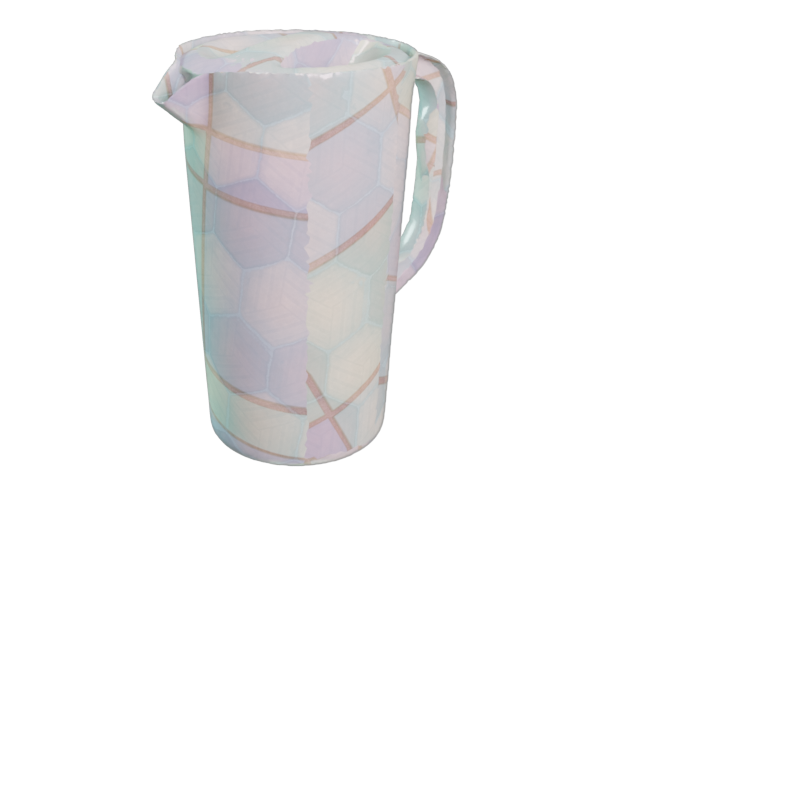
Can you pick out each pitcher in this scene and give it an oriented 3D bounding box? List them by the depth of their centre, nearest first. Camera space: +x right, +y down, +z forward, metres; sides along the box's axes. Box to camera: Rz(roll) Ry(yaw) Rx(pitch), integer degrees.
[{"bbox_3d":[-0.051,-0.093,0.651,0.152,0.231,0.150,6,24,10],"label":"pitcher"}]
